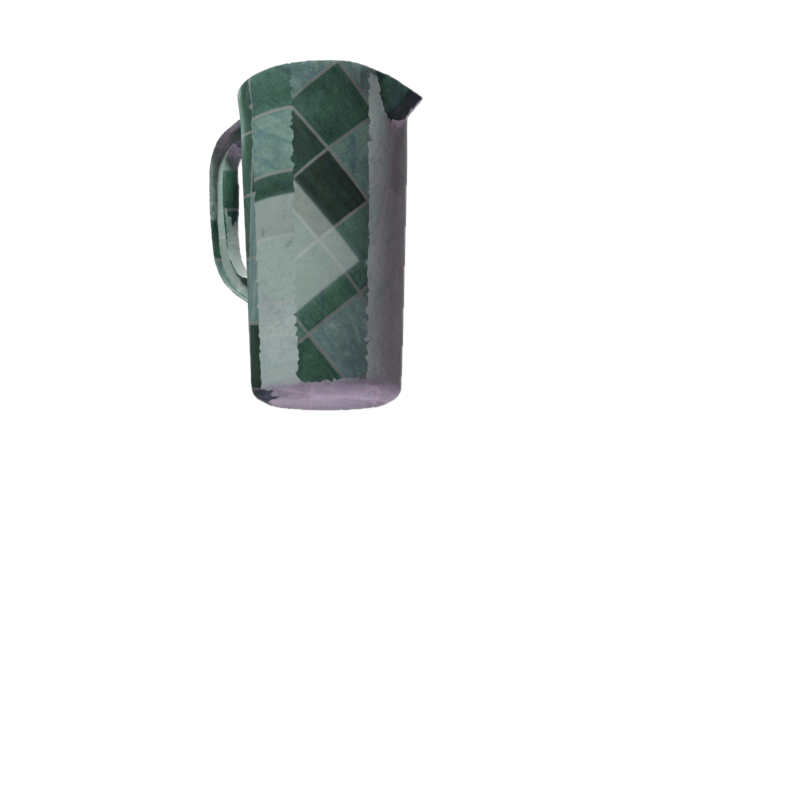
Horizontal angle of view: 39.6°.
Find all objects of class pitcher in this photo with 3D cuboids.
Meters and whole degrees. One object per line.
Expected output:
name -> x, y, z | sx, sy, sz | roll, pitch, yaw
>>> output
pitcher -> -0.065, -0.118, 0.829 | 0.142, 0.252, 0.147 | 3, -14, -14
